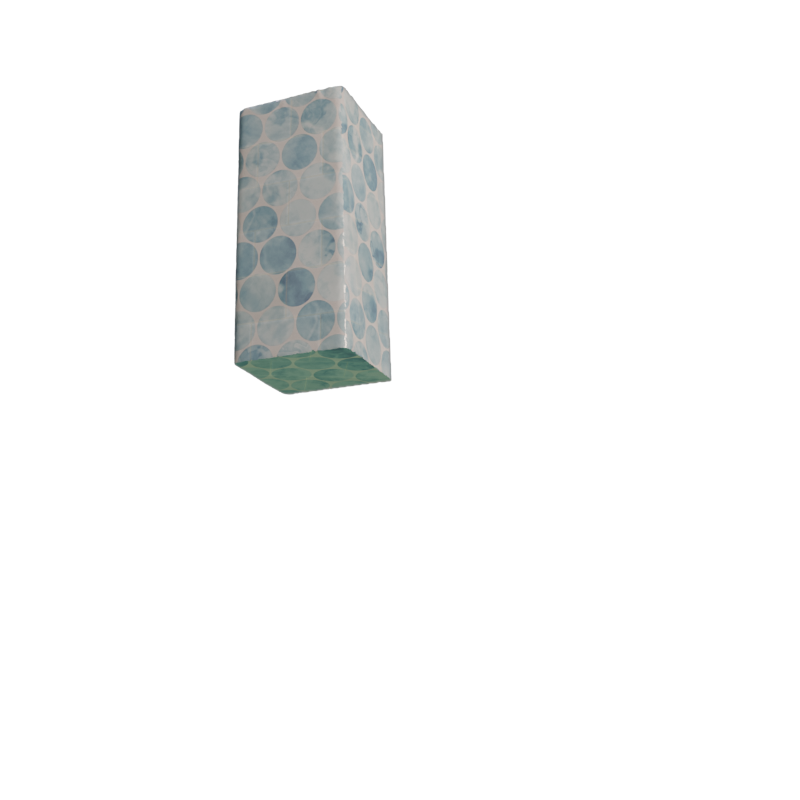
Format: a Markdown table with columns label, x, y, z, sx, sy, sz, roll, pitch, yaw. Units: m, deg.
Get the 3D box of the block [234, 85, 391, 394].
| label | x | y | z | sx | sy | sz | roll | pitch | yaw |
| --- | --- | --- | --- | --- | --- | --- | --- | --- | --- |
| block | -0.066 | -0.120 | 0.838 | 0.092 | 0.217 | 0.084 | -10 | -23 | 20 |
